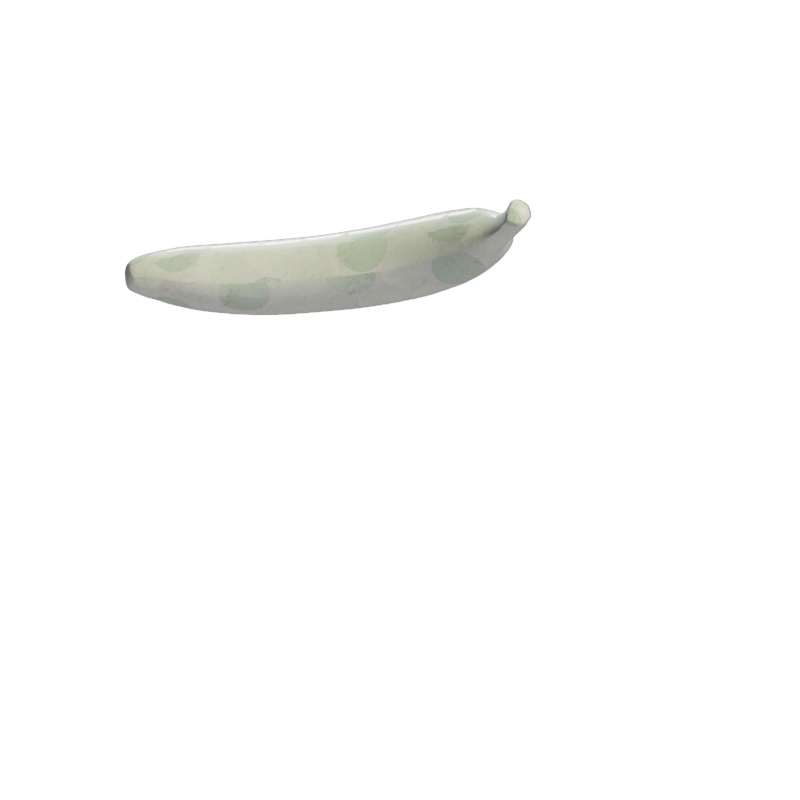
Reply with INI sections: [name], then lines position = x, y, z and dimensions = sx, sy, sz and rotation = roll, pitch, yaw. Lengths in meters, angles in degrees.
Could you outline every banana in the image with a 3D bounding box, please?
[banana]
position = -0.031, -0.068, 0.530
dimensions = 0.201, 0.039, 0.065
rotation = -8, -25, 18
